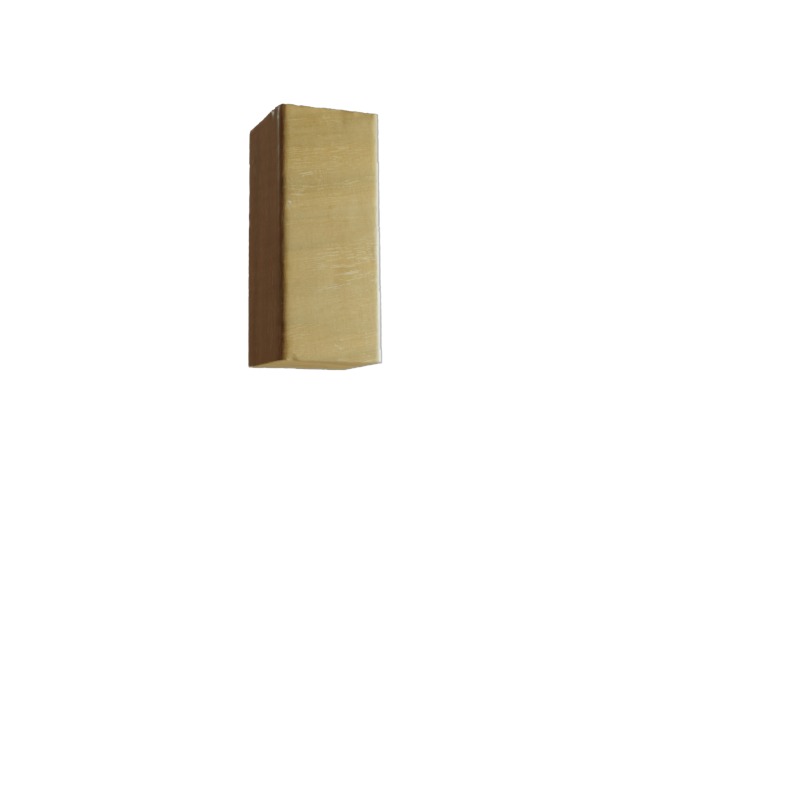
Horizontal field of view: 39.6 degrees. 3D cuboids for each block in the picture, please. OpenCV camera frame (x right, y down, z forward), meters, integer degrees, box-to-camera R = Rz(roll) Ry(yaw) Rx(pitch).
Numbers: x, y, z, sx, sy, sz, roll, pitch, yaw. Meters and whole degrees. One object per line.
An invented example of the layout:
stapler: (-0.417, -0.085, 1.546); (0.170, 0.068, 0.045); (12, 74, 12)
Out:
block: (-0.073, -0.132, 0.925); (0.088, 0.211, 0.091); (3, -10, -22)
